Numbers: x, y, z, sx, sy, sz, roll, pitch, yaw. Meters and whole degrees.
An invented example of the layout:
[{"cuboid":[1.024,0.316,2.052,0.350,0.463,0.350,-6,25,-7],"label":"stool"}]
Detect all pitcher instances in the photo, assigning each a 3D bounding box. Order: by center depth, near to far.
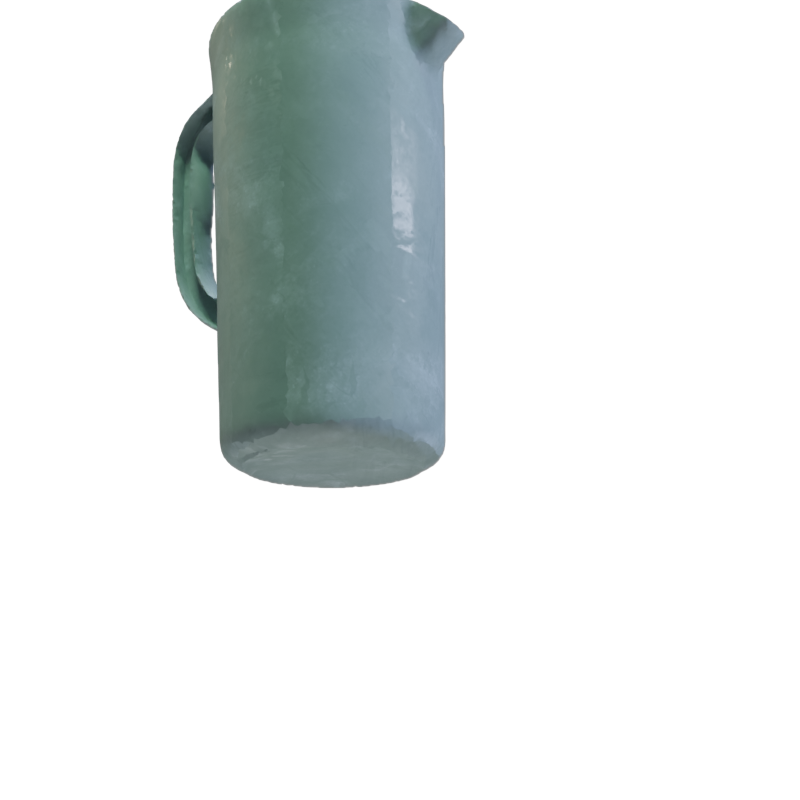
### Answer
[{"cuboid":[-0.046,-0.083,0.582,0.142,0.256,0.144,4,-22,-12],"label":"pitcher"}]
